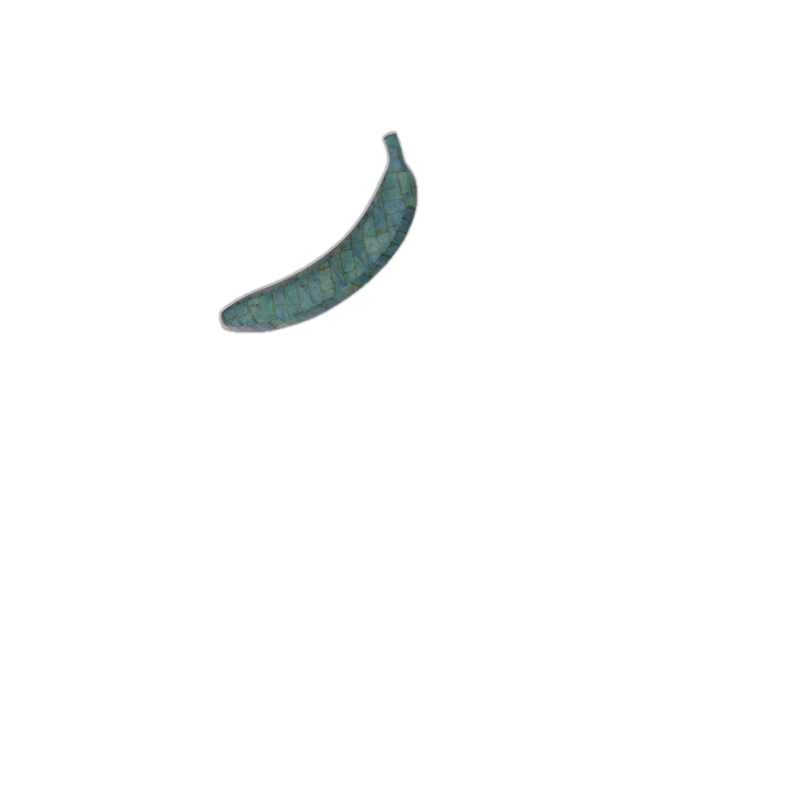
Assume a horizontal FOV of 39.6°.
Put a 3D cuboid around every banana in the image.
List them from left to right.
[{"bbox_3d":[-0.050,-0.111,0.845,0.068,0.196,0.038,42,7,-8],"label":"banana"}]
